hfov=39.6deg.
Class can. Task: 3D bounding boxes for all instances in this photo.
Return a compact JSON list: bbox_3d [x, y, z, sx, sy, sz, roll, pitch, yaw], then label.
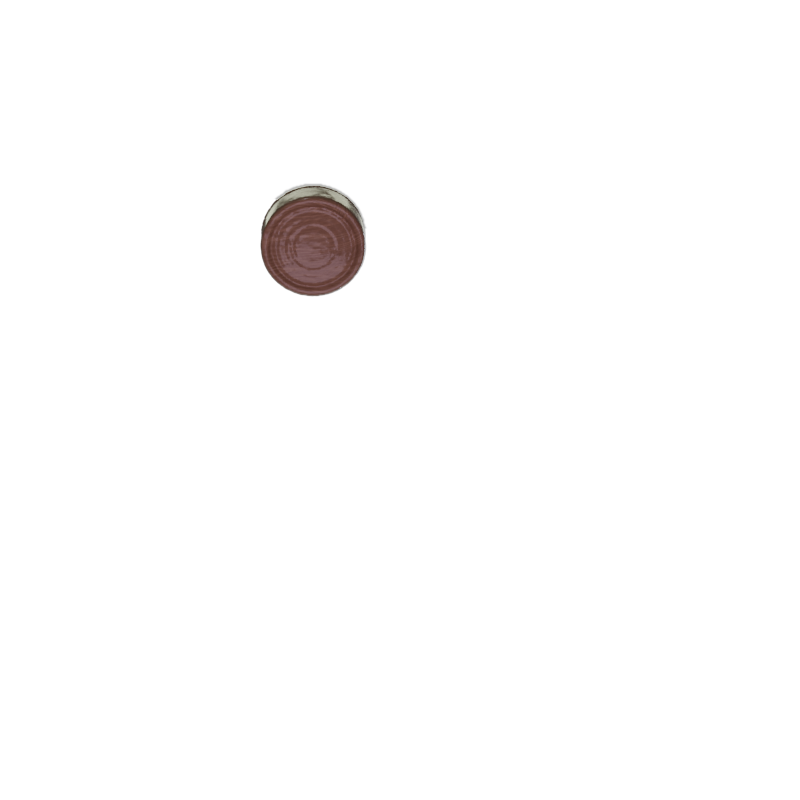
[{"bbox_3d":[-0.070,-0.128,0.895,0.086,0.082,0.035,0,21,-1],"label":"can"}]
